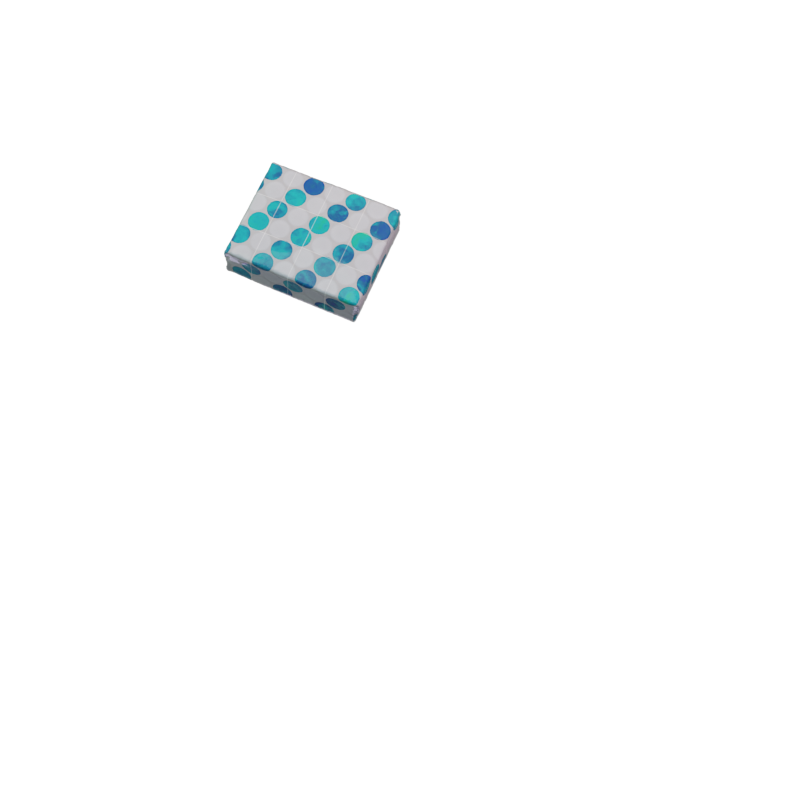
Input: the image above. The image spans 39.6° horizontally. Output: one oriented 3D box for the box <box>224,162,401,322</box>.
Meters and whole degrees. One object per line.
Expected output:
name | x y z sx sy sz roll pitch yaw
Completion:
box | -0.068 -0.123 0.863 0.116 0.093 0.037 20 -26 10
